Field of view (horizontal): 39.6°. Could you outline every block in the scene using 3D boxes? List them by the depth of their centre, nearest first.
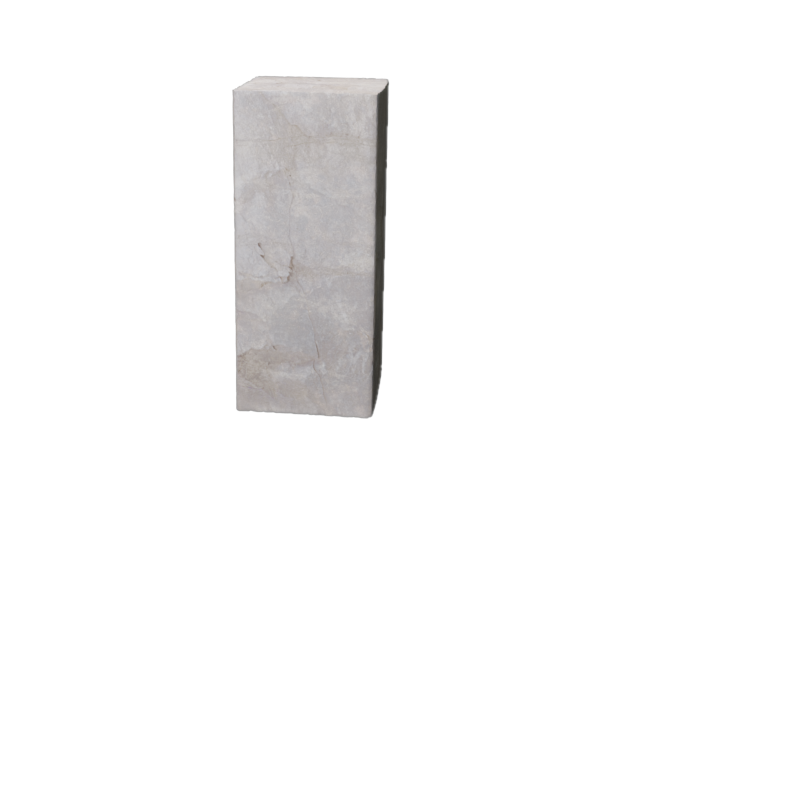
[{"bbox_3d":[-0.056,-0.104,0.724,0.091,0.199,0.093,3,16,5],"label":"block"}]
